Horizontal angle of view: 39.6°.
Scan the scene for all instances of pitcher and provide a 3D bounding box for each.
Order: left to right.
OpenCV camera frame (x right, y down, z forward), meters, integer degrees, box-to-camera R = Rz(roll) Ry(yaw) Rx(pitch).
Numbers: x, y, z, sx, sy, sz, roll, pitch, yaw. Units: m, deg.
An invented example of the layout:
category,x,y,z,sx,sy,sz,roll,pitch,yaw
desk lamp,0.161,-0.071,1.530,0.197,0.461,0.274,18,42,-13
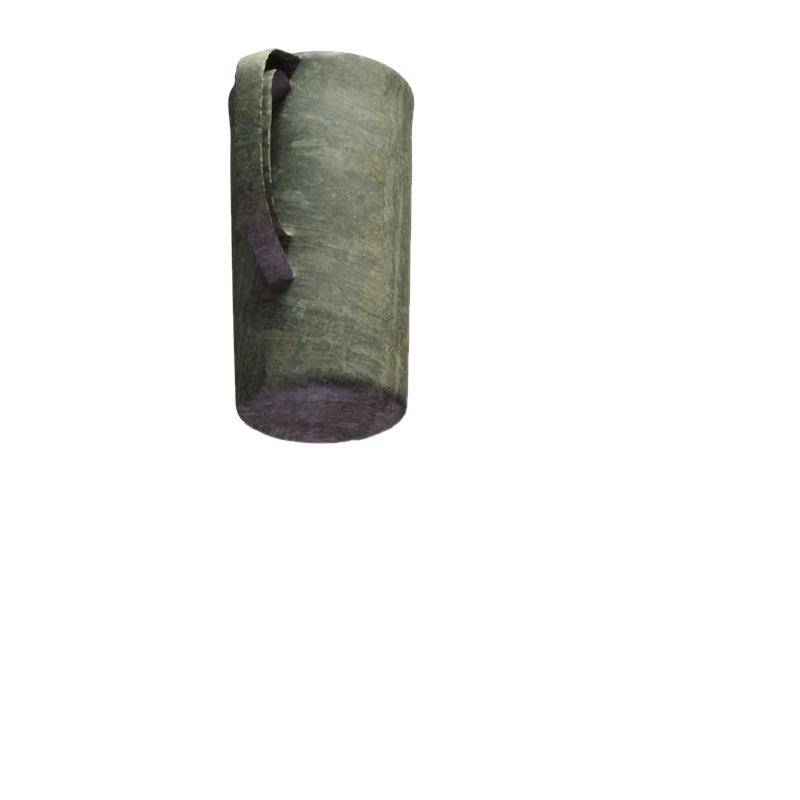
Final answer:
category,x,y,z,sx,sy,sz,roll,pitch,yaw
pitcher,-0.057,-0.105,0.734,0.144,0.257,0.141,8,-26,-21
